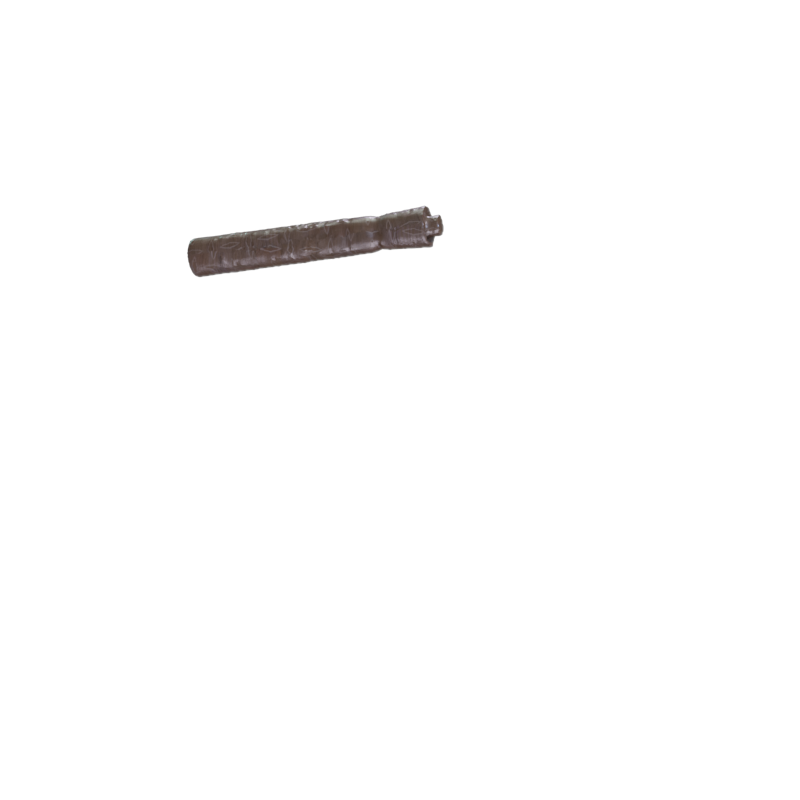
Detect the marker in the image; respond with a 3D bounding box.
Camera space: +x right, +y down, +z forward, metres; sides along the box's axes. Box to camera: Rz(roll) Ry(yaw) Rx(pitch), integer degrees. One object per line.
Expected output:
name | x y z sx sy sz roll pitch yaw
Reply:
marker | -0.040 -0.073 0.509 0.123 0.020 0.019 -5 2 20
